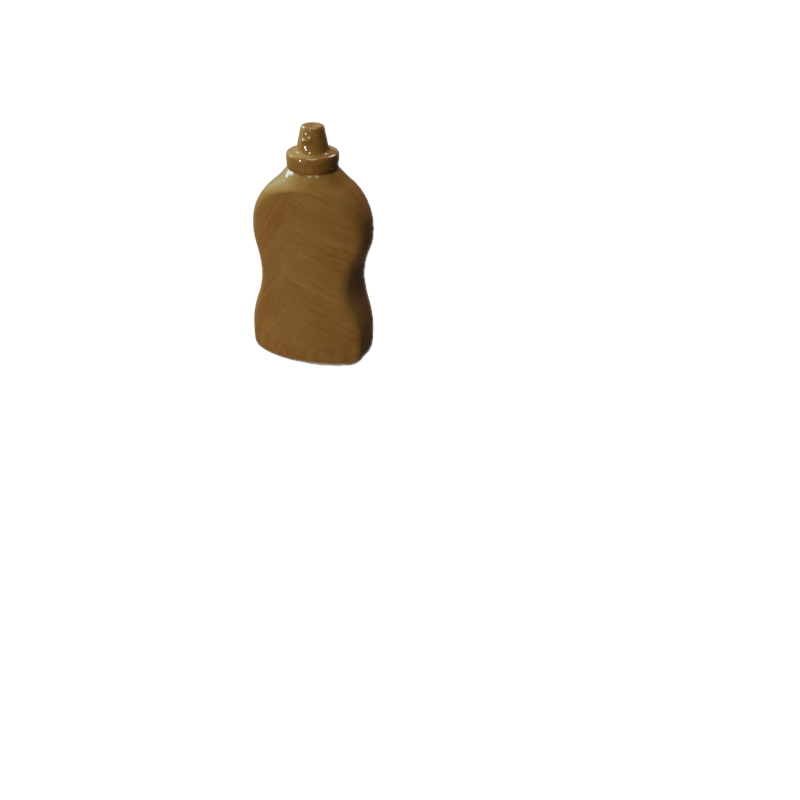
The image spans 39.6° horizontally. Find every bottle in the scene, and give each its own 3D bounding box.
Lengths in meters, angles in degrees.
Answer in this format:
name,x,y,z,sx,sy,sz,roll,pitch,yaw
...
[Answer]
name,x,y,z,sx,sy,sz,roll,pitch,yaw
bottle,-0.069,-0.125,0.876,0.100,0.182,0.059,12,26,22
